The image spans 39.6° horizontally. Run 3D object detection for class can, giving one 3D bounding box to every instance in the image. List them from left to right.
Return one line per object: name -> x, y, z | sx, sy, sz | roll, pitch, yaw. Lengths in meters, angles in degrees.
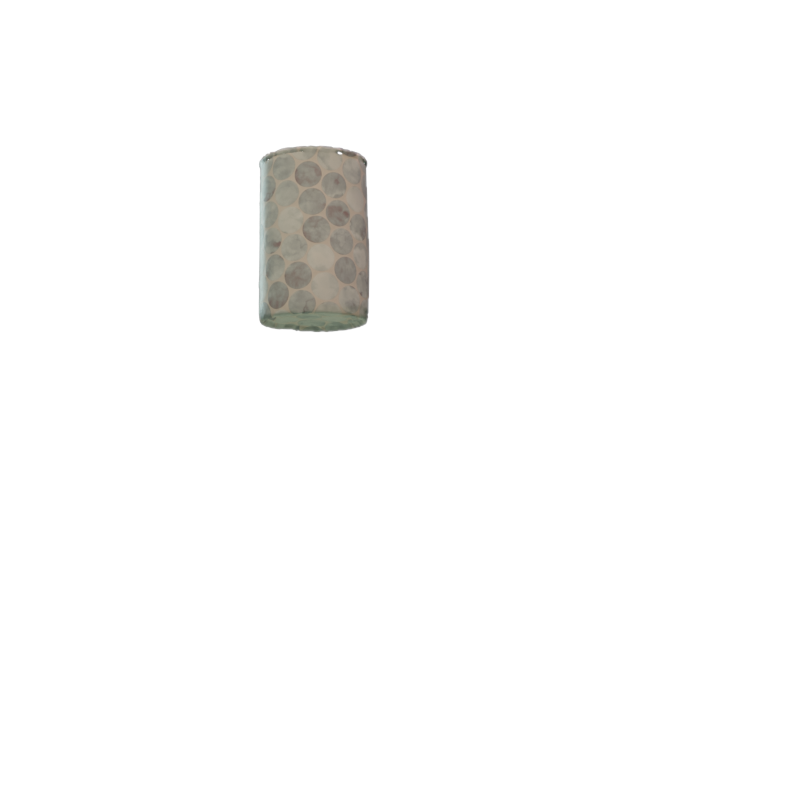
can -> -0.053, -0.097, 0.682 | 0.068, 0.105, 0.067 | 0, -12, -2
